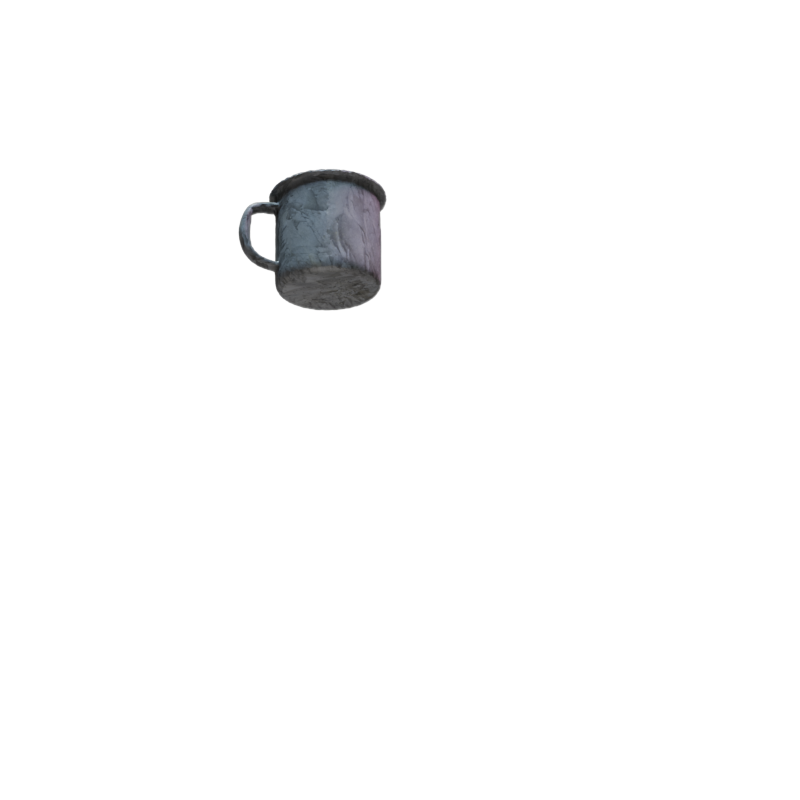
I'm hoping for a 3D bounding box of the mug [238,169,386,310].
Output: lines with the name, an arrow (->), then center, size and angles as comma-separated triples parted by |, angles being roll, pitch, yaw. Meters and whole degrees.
mug -> -0.067, -0.122, 0.857 | 0.114, 0.086, 0.091 | 7, -24, -18
